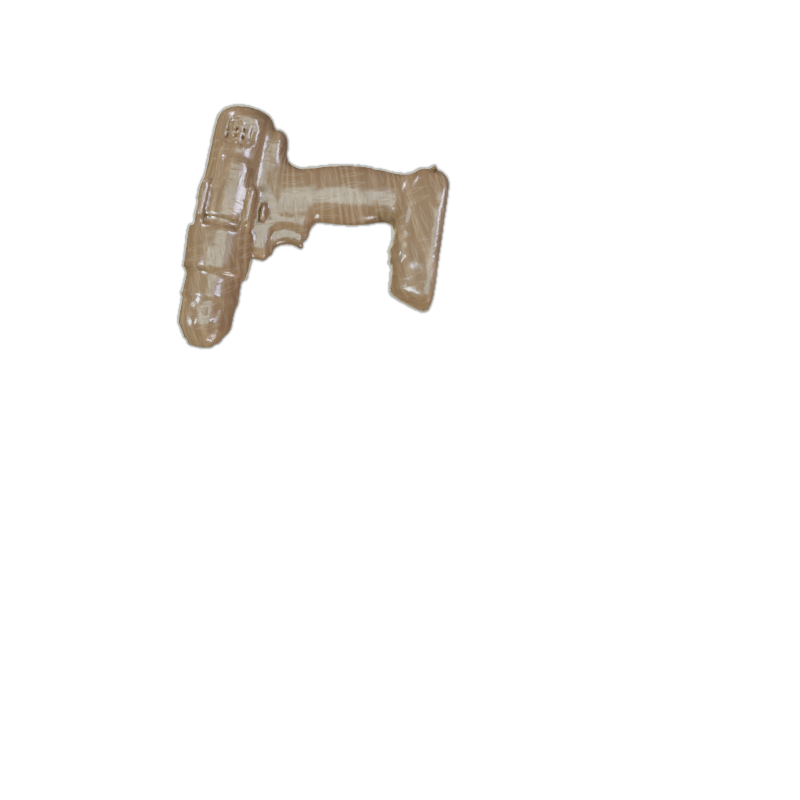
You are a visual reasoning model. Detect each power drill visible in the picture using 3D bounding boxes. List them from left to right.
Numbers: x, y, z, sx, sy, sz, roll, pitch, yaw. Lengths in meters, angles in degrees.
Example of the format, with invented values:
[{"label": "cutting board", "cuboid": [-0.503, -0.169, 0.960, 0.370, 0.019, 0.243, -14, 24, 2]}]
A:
[{"label": "power drill", "cuboid": [-0.064, -0.118, 0.824, 0.188, 0.187, 0.056, 10, -7, 1]}]
